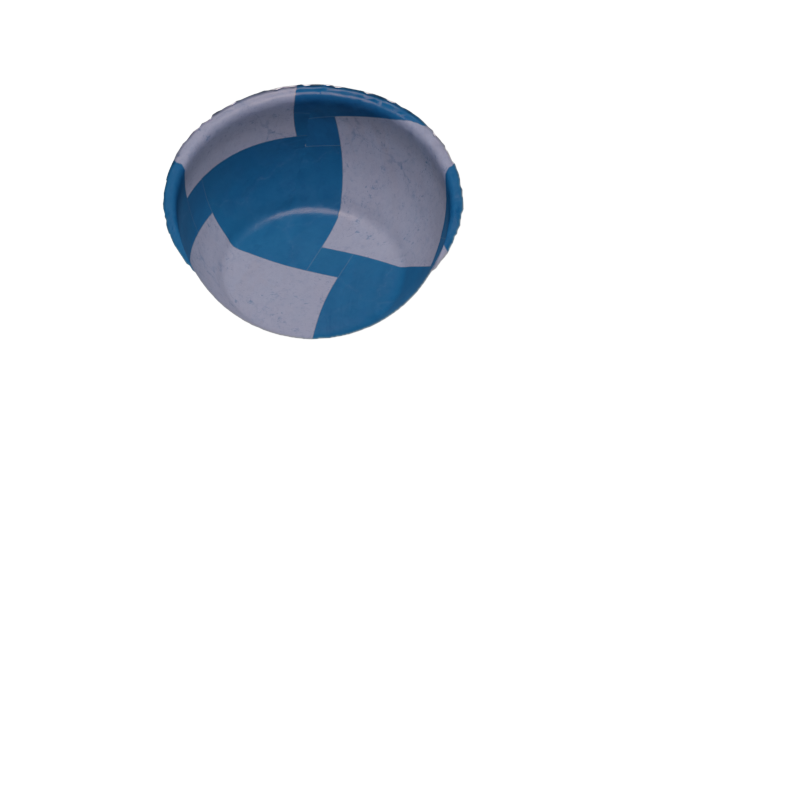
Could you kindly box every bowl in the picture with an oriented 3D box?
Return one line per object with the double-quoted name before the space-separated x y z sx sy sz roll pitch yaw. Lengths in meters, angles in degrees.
"bowl" -0.045 -0.083 0.580 0.162 0.059 0.151 1 -45 -1
